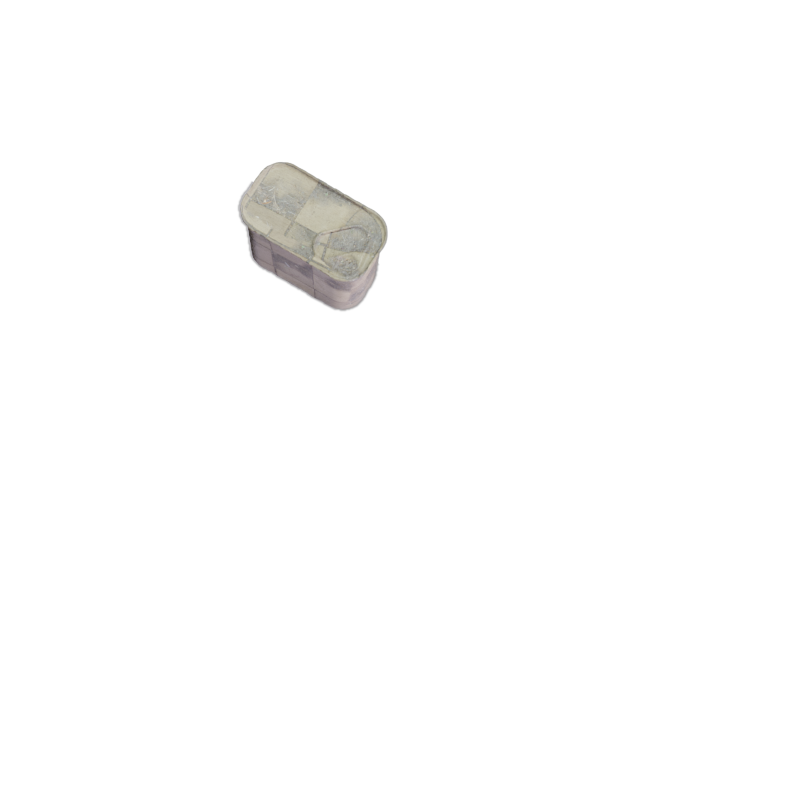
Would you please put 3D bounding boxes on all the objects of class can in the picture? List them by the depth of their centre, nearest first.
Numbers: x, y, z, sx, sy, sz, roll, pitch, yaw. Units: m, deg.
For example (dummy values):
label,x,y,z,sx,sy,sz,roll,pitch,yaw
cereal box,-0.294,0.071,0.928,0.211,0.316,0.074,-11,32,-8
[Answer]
label,x,y,z,sx,sy,sz,roll,pitch,yaw
can,-0.062,-0.114,0.800,0.104,0.059,0.080,31,-15,8
